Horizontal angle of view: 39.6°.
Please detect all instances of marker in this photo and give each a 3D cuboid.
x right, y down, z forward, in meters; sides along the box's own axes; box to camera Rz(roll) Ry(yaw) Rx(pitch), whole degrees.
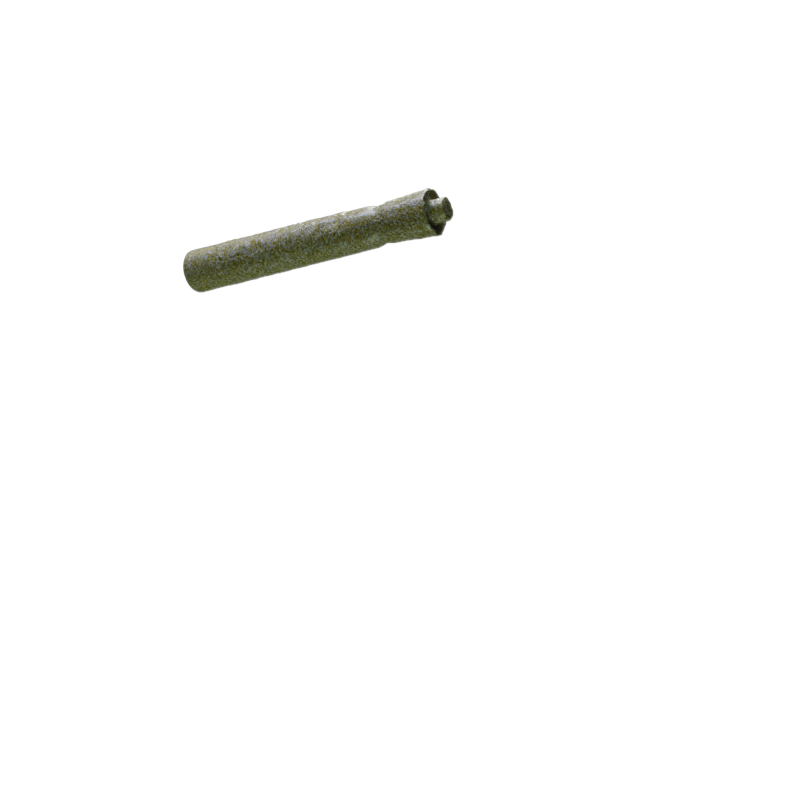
[{"bbox_3d":[-0.035,-0.064,0.447,0.123,0.020,0.019,-9,-1,30],"label":"marker"}]
